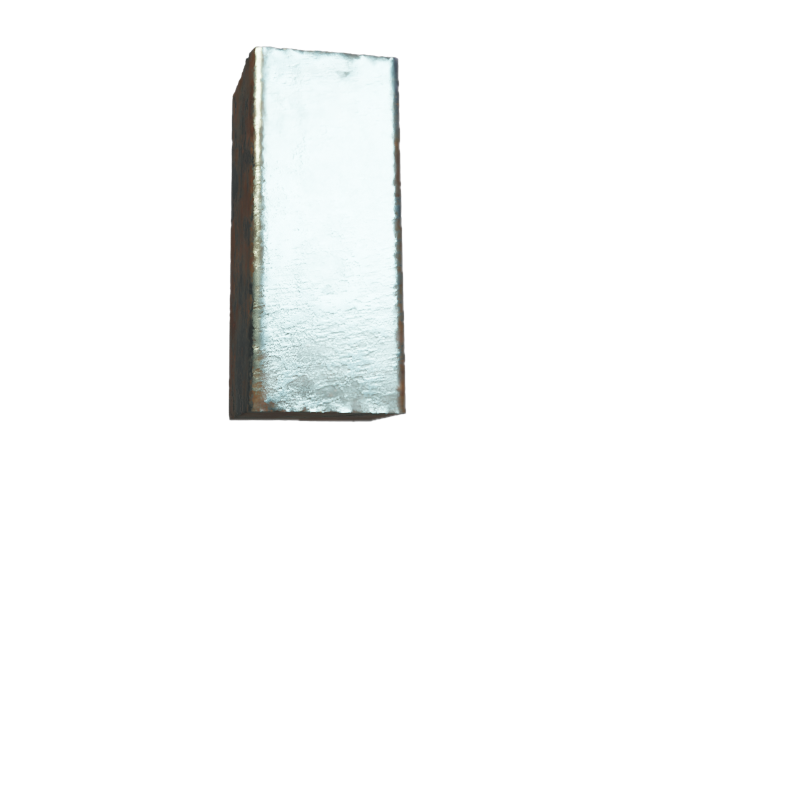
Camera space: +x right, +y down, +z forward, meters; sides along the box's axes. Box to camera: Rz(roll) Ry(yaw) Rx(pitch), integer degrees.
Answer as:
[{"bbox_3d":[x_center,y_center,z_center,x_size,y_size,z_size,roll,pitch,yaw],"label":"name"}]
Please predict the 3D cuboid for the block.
[{"bbox_3d":[-0.052,-0.094,0.658,0.089,0.212,0.090,2,-11,-14],"label":"block"}]
